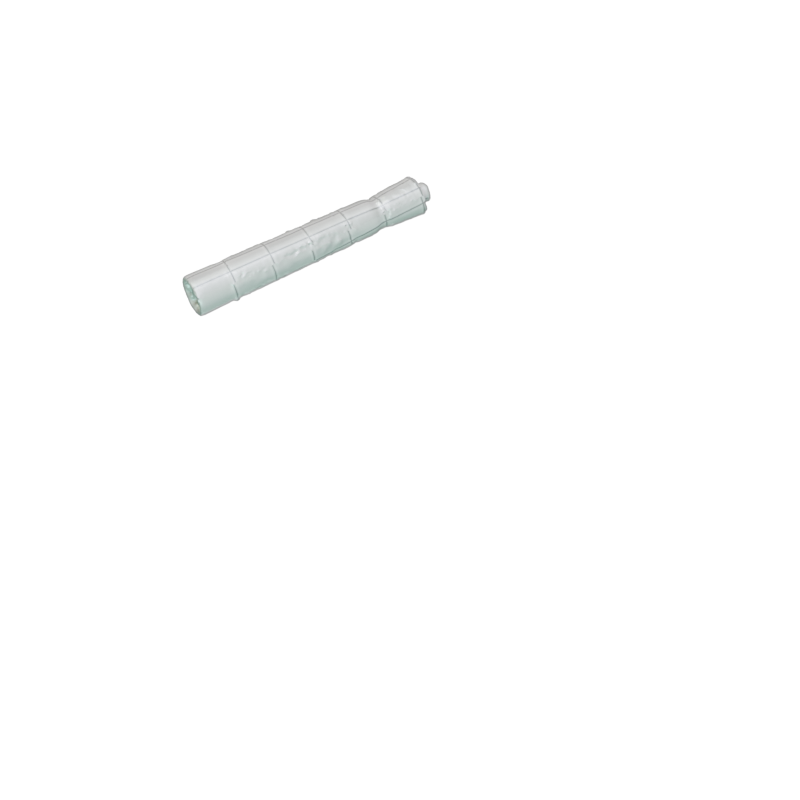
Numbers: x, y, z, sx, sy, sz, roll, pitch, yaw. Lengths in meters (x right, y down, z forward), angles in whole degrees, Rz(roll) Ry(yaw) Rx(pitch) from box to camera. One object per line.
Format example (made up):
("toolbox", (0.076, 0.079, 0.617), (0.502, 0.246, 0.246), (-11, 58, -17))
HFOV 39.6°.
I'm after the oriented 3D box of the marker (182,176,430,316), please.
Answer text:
("marker", (-0.039, -0.070, 0.493), (0.120, 0.019, 0.020), (-27, 14, -19))
